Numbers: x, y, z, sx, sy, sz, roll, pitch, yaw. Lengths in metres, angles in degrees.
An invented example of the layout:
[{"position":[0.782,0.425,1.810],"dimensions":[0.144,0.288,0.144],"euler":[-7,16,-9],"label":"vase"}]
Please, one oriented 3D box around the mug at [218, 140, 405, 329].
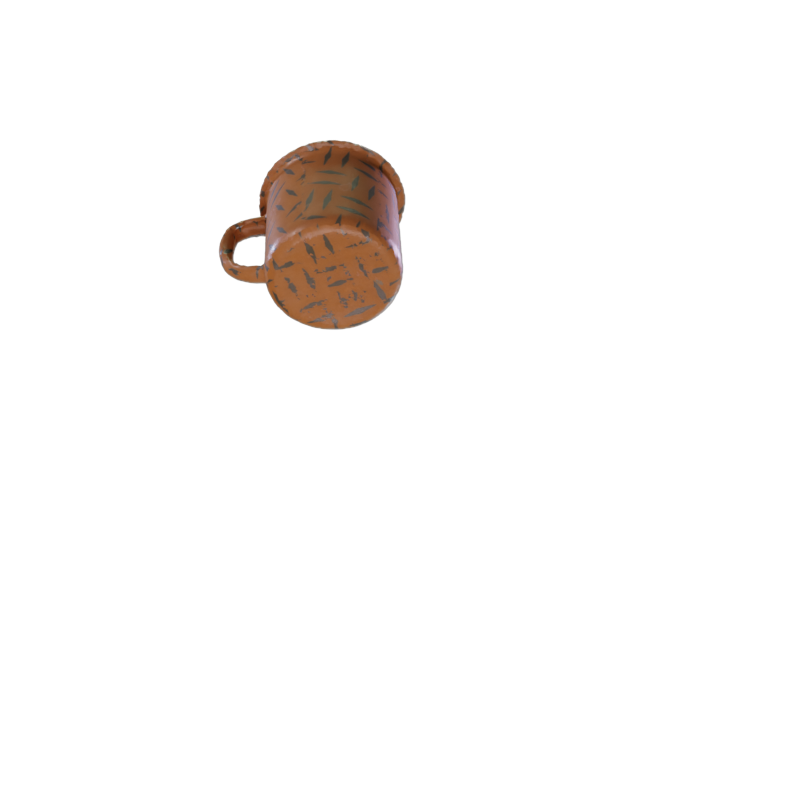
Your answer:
[{"position":[-0.053,-0.096,0.675],"dimensions":[0.117,0.086,0.087],"euler":[-5,40,3],"label":"mug"}]
